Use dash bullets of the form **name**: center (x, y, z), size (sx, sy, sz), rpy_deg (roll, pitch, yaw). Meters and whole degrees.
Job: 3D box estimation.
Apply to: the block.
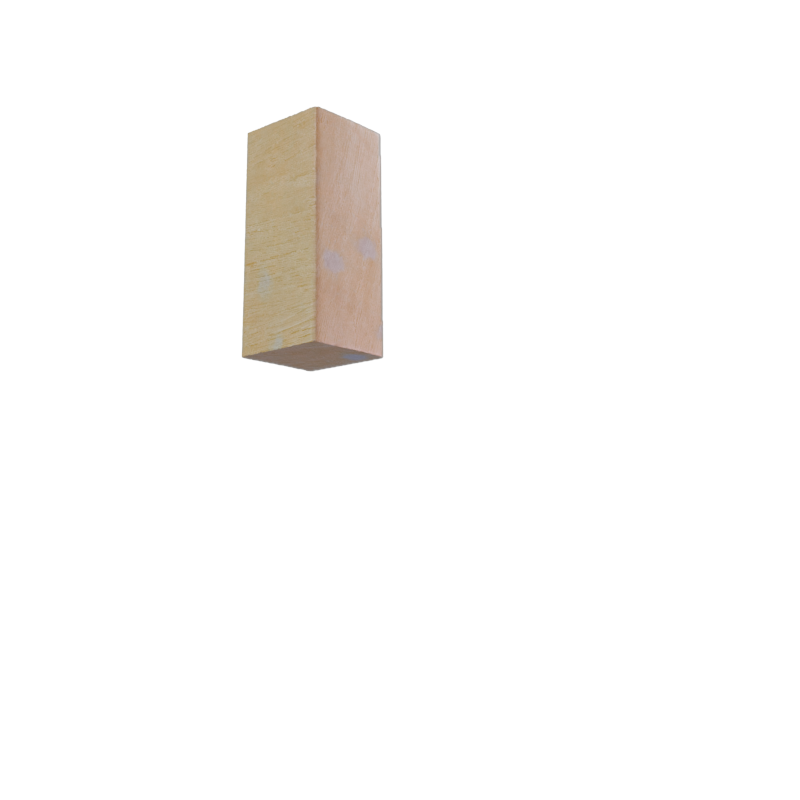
- **block**: center (-0.075, -0.139, 0.971), size (0.092, 0.215, 0.085), rpy_deg (-15, -21, 39)
